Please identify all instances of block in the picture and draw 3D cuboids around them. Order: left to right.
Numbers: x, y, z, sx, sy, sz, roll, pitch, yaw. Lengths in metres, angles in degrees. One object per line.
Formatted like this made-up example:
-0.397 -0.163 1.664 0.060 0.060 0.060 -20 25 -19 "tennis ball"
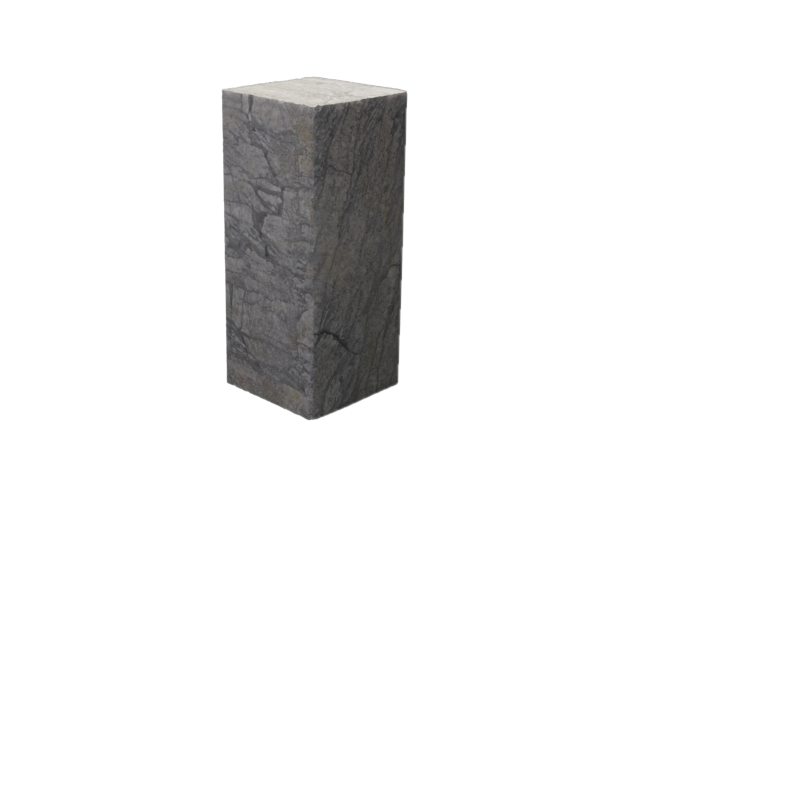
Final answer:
-0.058 -0.107 0.747 0.096 0.198 0.089 17 24 40 "block"
